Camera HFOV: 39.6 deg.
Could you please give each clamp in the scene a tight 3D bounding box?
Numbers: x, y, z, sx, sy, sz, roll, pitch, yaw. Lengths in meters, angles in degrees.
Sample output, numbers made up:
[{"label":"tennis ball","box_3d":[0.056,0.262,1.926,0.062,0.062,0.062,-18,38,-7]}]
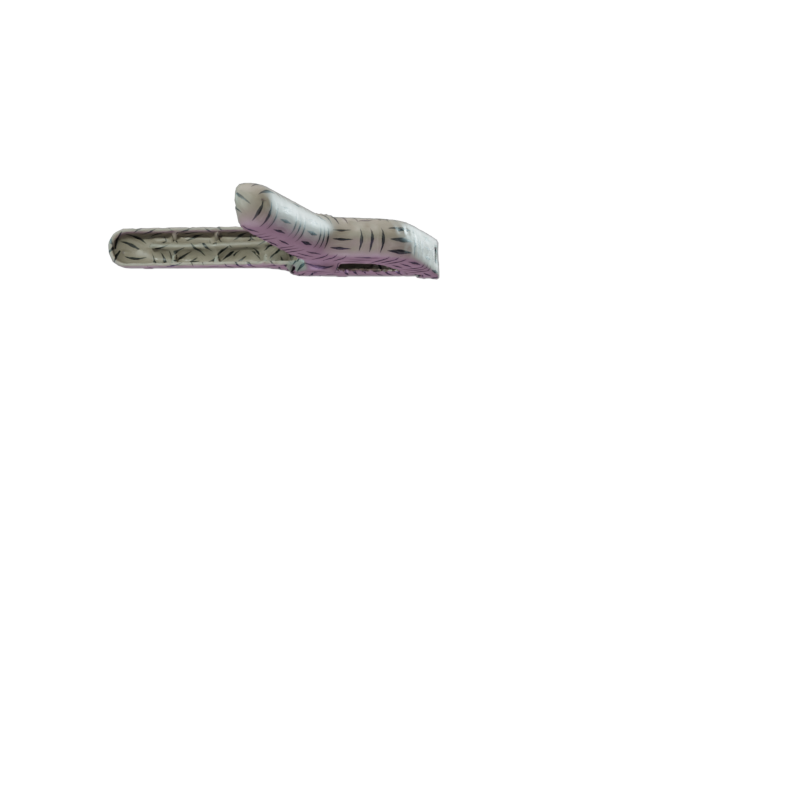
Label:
[{"label":"clamp","box_3d":[-0.053,-0.096,0.675,0.202,0.037,0.168,1,-2,-30]}]
